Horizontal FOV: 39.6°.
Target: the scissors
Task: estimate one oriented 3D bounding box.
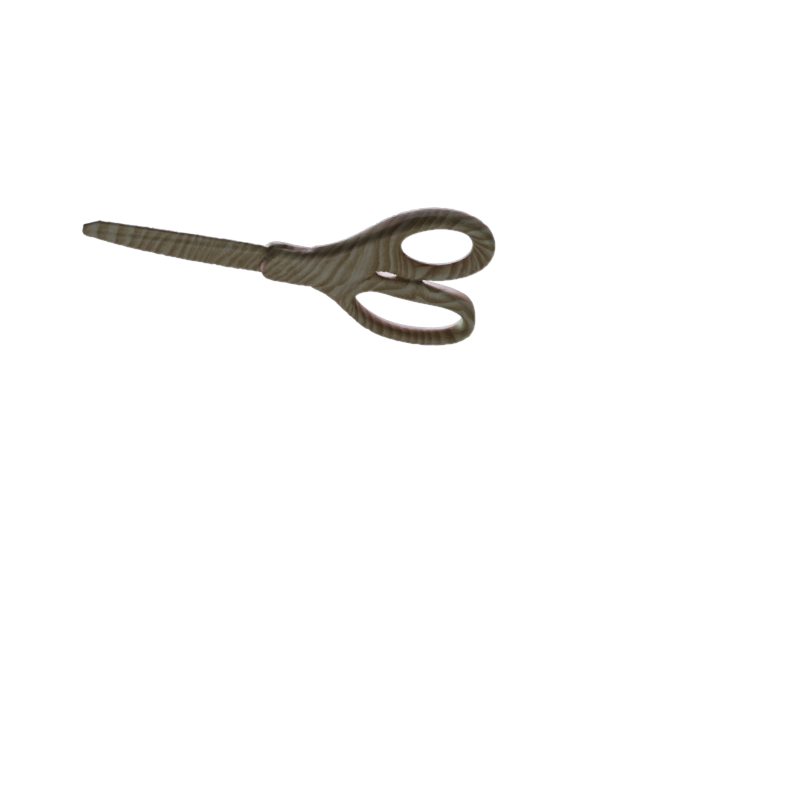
[{"bbox_3d":[-0.042,-0.076,0.534,0.194,0.017,0.093,20,-46,-21],"label":"scissors"}]
